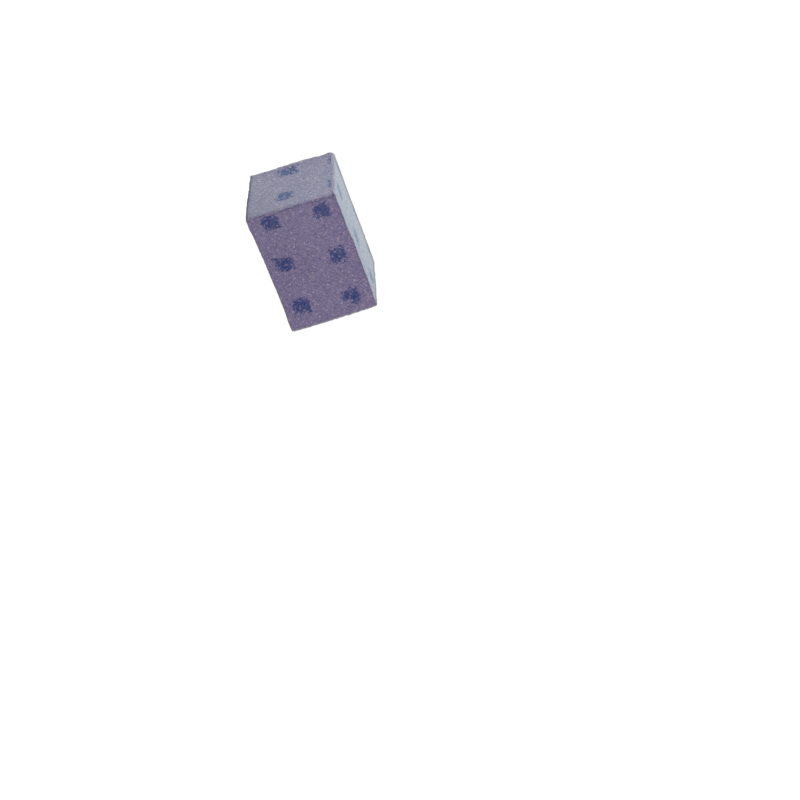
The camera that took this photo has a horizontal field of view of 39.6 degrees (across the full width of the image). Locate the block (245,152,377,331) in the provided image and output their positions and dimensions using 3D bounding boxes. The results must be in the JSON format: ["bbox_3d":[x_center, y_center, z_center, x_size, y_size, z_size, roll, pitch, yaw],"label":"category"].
[{"bbox_3d":[-0.049,-0.089,0.624,0.053,0.073,0.055,-15,32,8],"label":"block"}]
